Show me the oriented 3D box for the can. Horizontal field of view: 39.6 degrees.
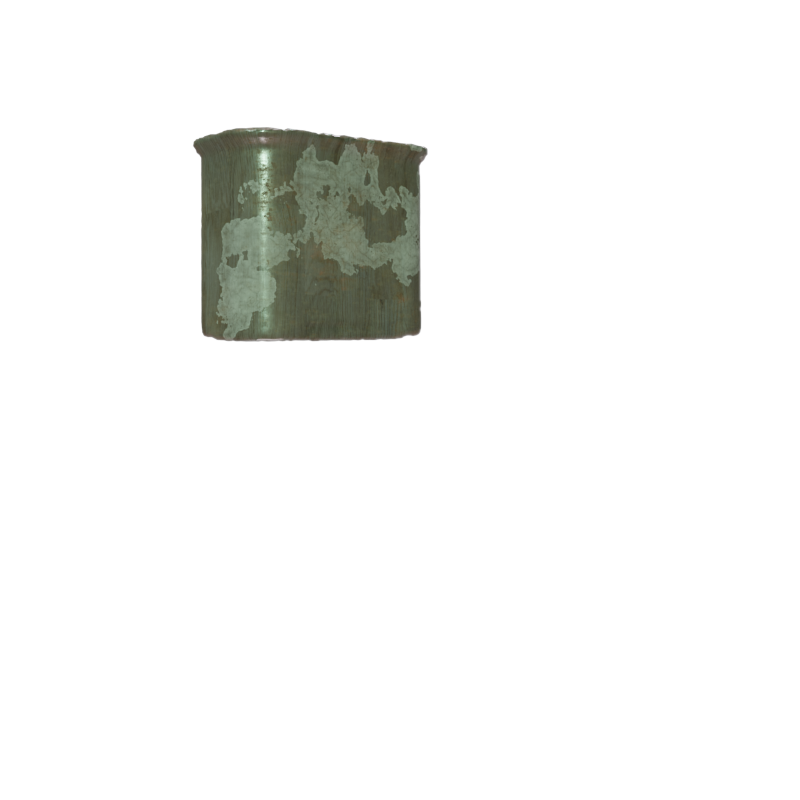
[{"bbox_3d":[-0.037,-0.068,0.473,0.098,0.084,0.059,-1,-1,-39],"label":"can"}]
